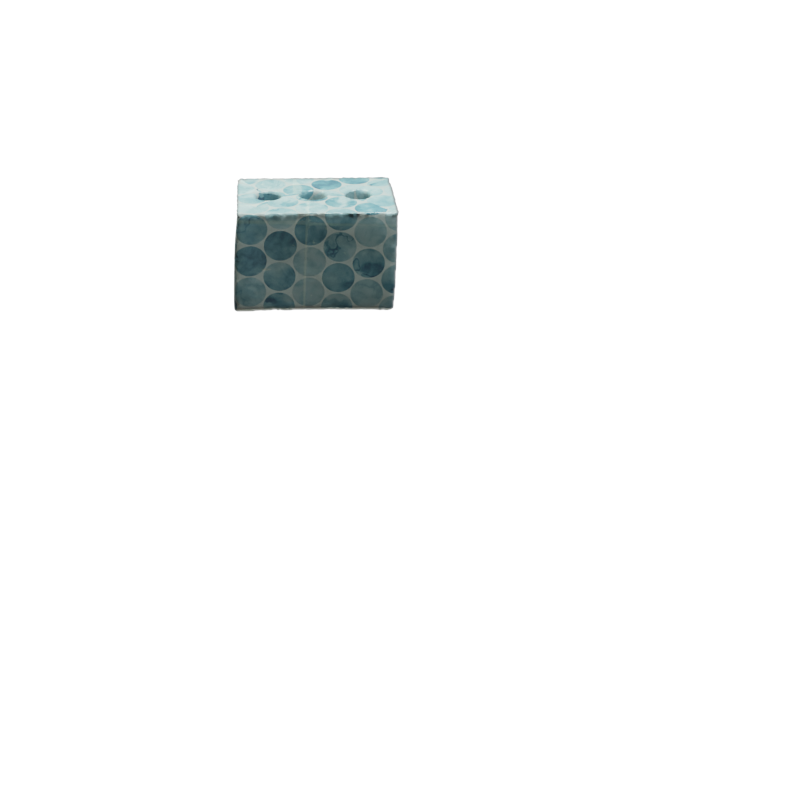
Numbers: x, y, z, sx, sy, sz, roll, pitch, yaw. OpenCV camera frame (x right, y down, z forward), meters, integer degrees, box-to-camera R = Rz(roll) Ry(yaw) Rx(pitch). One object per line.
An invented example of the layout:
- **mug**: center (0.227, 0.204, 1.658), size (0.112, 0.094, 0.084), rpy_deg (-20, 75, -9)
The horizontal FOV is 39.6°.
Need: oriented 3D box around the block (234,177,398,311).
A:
- **block**: center (-0.043, -0.078, 0.546), size (0.078, 0.048, 0.056), rpy_deg (-1, 28, -4)
